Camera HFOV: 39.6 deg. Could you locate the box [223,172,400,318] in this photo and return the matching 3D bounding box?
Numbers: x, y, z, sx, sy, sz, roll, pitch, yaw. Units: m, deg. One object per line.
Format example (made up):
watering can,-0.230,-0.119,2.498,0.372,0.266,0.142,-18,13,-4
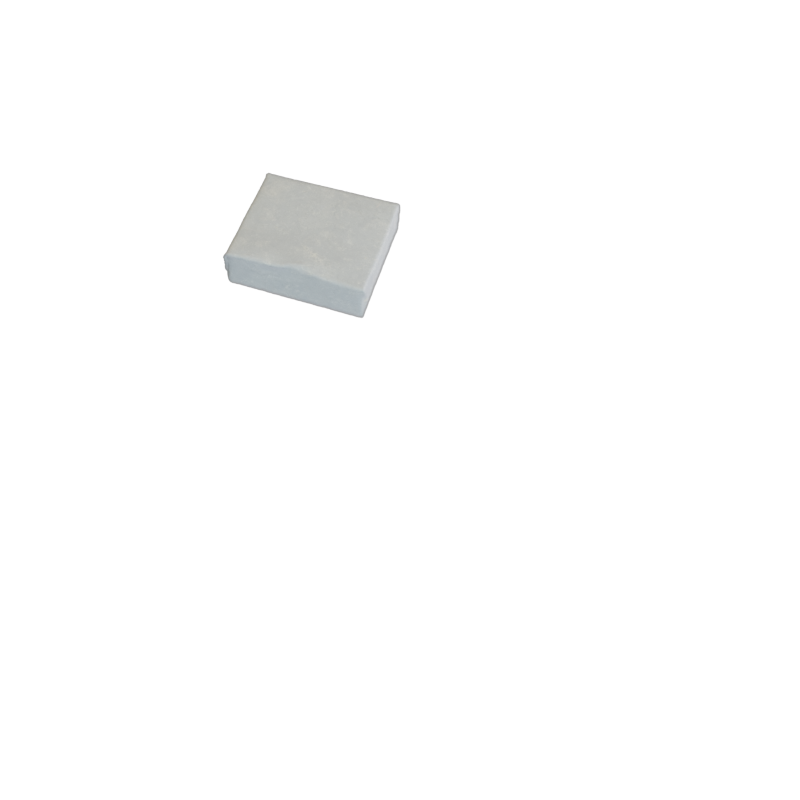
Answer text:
box,-0.053,-0.096,0.673,0.091,0.077,0.028,15,-36,11
